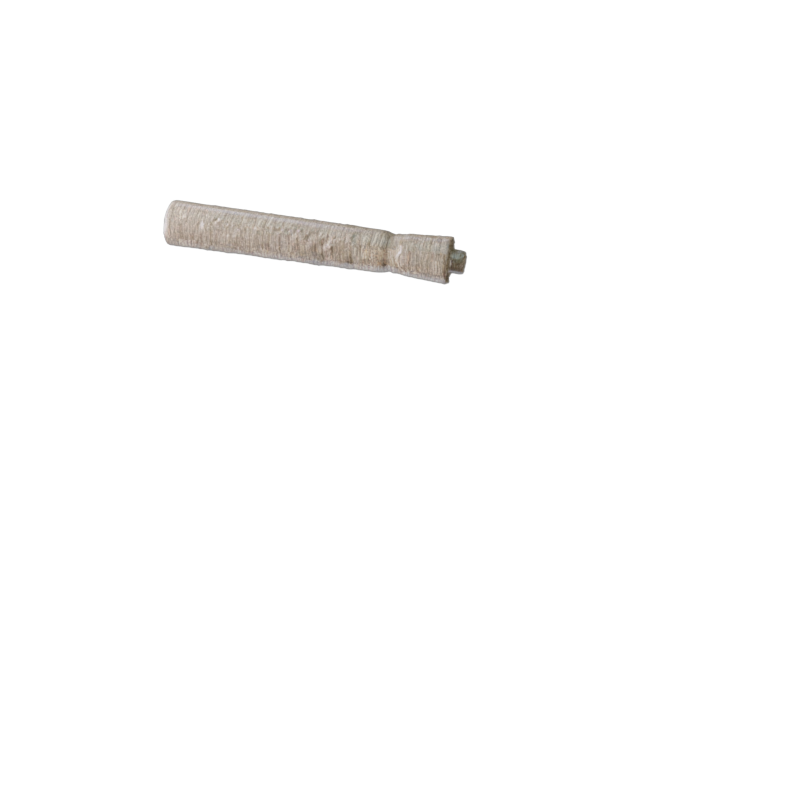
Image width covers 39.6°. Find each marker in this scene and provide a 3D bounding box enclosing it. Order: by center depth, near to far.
[{"bbox_3d":[-0.034,-0.063,0.440,0.124,0.020,0.019,10,6,13],"label":"marker"}]
